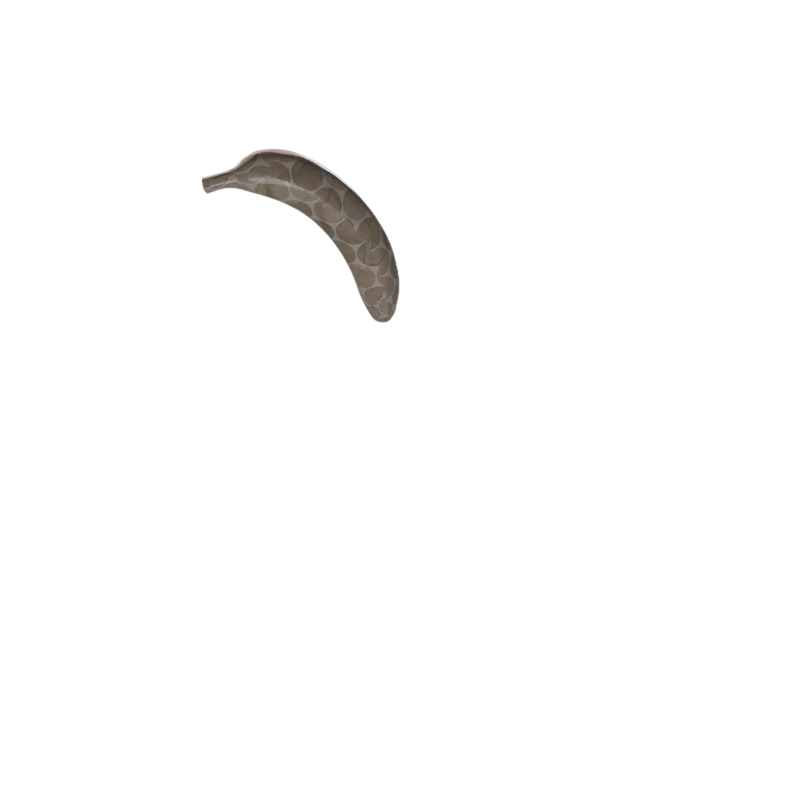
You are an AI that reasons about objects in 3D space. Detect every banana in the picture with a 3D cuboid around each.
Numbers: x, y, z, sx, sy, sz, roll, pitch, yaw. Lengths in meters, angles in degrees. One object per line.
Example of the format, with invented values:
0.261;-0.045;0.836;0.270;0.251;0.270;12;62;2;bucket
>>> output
-0.054;-0.130;0.829;0.069;0.039;0.186;-36;-57;28;banana
